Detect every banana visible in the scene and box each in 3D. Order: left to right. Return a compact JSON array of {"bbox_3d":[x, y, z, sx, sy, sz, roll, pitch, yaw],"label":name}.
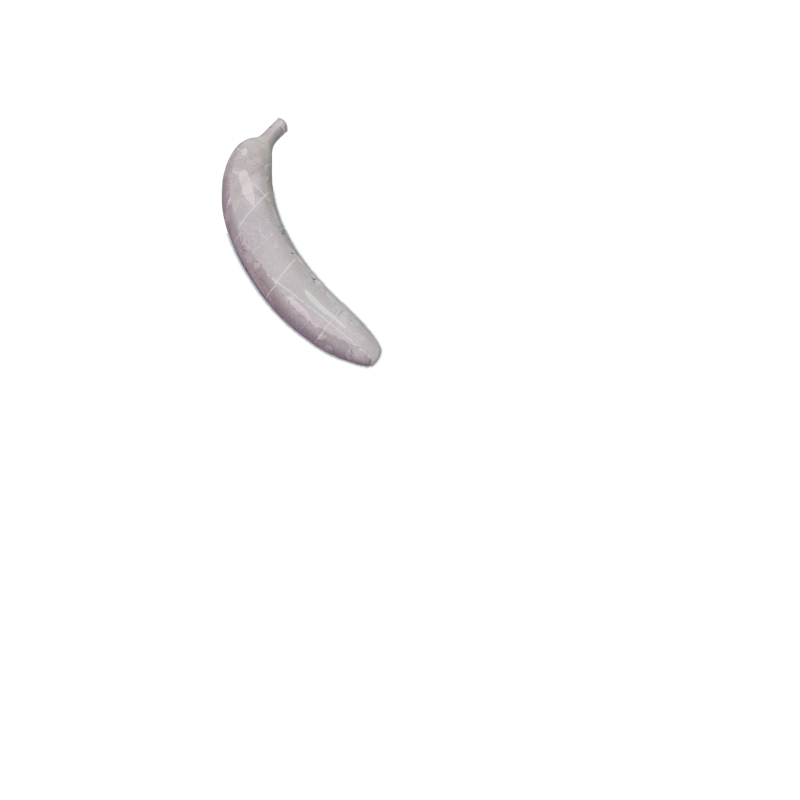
[{"bbox_3d":[-0.079,-0.107,0.765,0.069,0.208,0.035,-20,-18,-7],"label":"banana"}]
